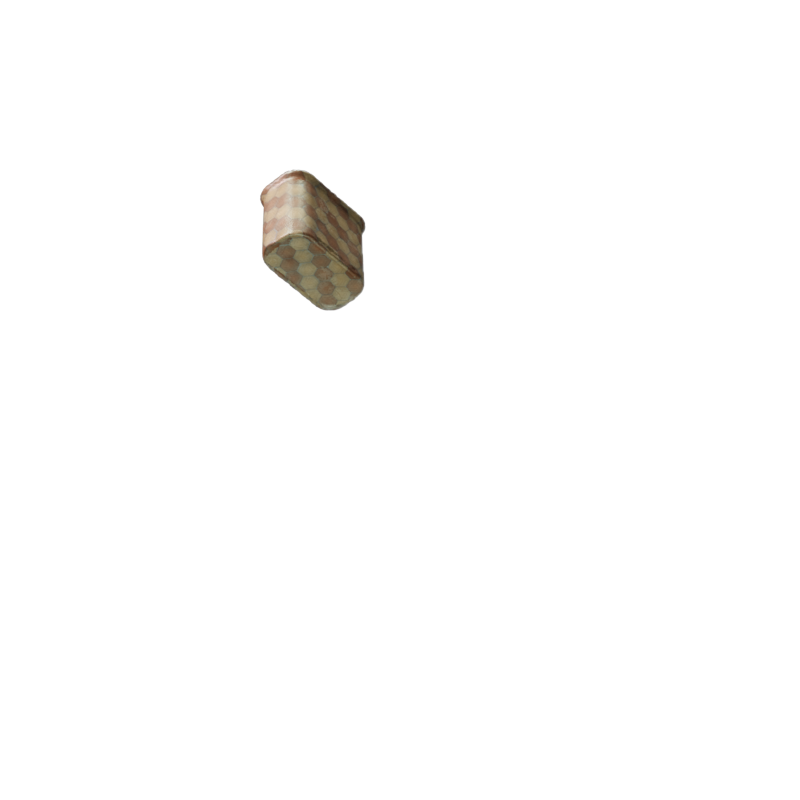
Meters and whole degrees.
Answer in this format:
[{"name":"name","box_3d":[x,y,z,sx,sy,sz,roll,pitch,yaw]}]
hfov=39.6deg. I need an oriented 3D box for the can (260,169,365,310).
[{"name":"can","box_3d":[-0.077,-0.140,0.977,0.057,0.090,0.095,-33,-53,27]}]
